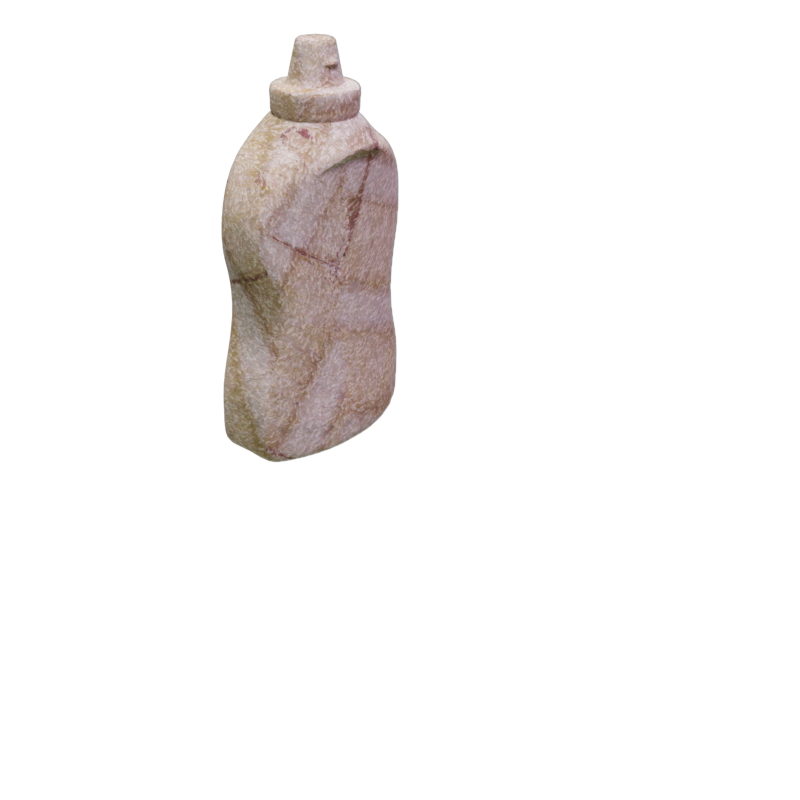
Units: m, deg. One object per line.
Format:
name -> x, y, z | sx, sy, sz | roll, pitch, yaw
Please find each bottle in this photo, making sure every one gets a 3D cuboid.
bottle -> -0.040, -0.074, 0.518 | 0.062, 0.183, 0.095 | 20, 29, 38
